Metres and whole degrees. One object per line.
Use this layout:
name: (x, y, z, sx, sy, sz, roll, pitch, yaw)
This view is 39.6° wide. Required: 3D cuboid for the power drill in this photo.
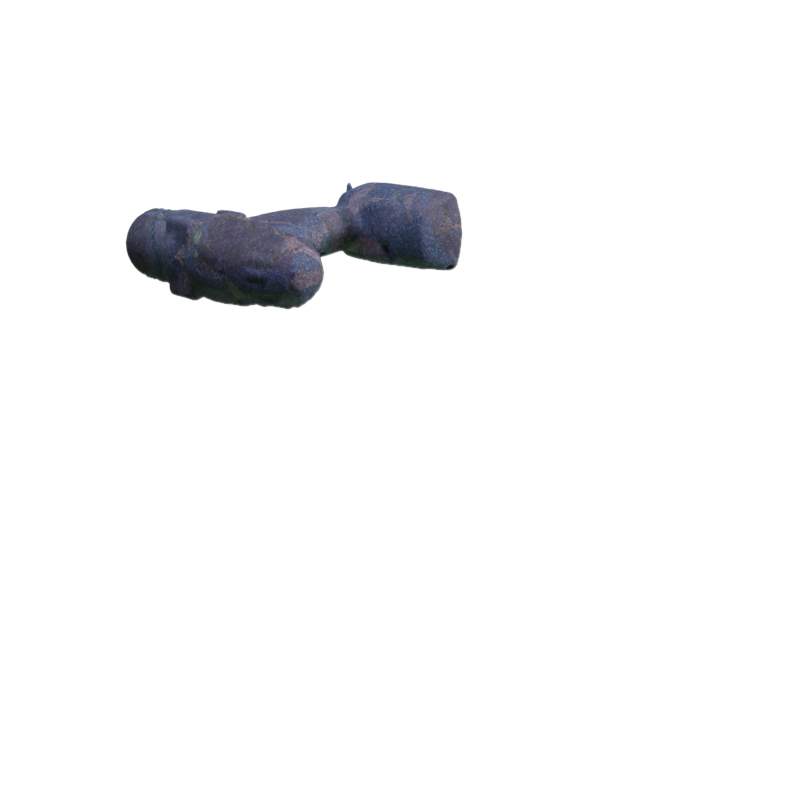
power drill: (-0.054, -0.099, 0.691, 0.183, 0.056, 0.195, -12, 20, -36)
